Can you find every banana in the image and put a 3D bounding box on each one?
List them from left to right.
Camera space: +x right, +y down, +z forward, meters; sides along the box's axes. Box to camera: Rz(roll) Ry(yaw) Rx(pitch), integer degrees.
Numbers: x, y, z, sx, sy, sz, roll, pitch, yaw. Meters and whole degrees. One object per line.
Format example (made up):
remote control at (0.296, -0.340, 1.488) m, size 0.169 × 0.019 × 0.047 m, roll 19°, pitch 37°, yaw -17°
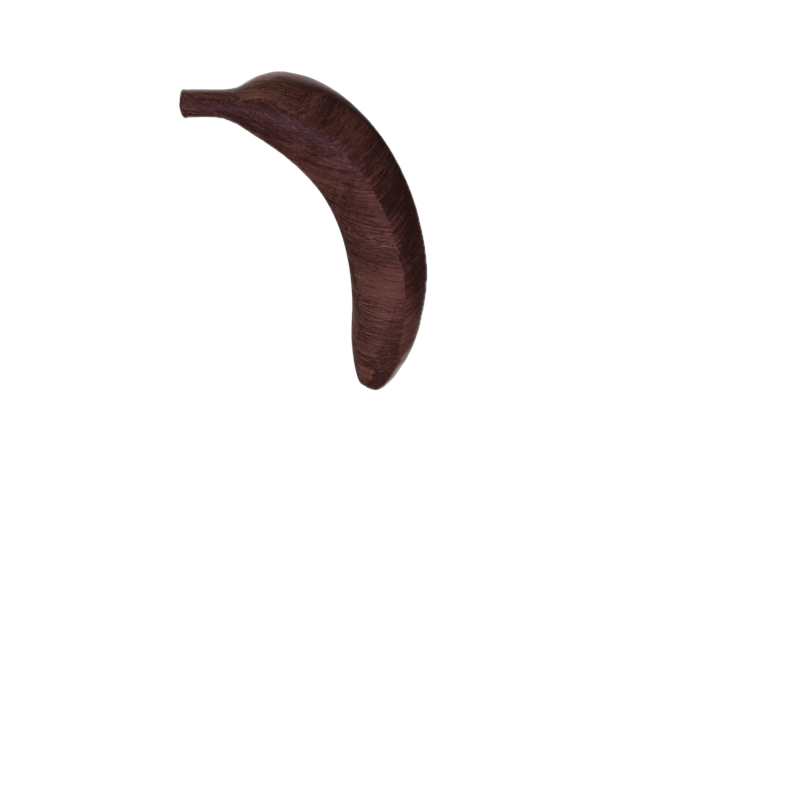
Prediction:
banana at (-0.026, -0.083, 0.517) m, size 0.070 × 0.183 × 0.039 m, roll -20°, pitch 38°, yaw 16°
